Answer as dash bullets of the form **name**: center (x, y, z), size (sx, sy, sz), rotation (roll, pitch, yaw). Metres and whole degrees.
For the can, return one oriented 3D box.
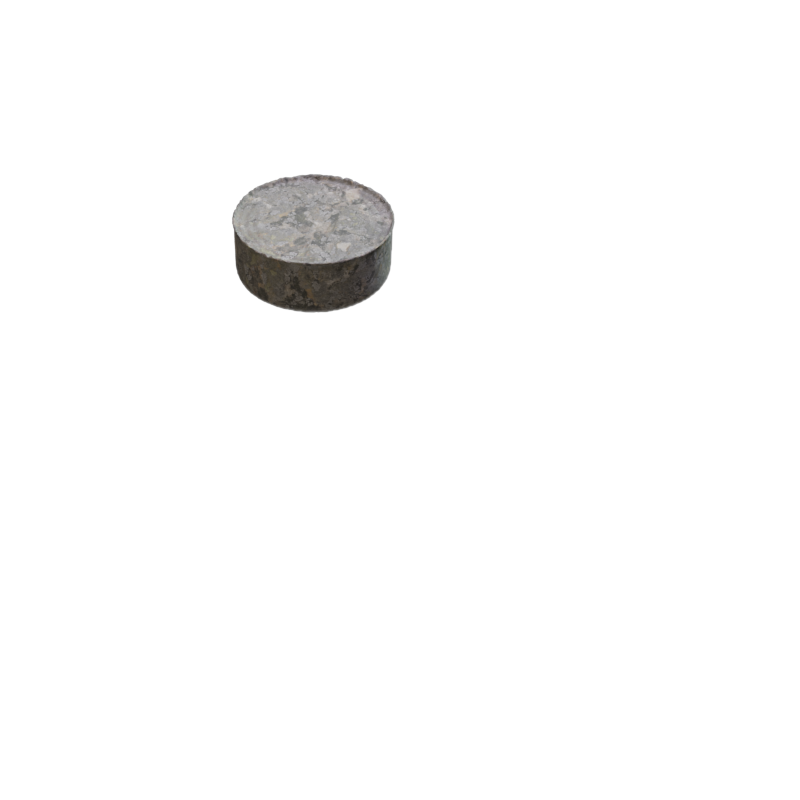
- **can**: center (-0.047, -0.085, 0.594), size (0.086, 0.031, 0.092), rotation (-1, 40, -2)
